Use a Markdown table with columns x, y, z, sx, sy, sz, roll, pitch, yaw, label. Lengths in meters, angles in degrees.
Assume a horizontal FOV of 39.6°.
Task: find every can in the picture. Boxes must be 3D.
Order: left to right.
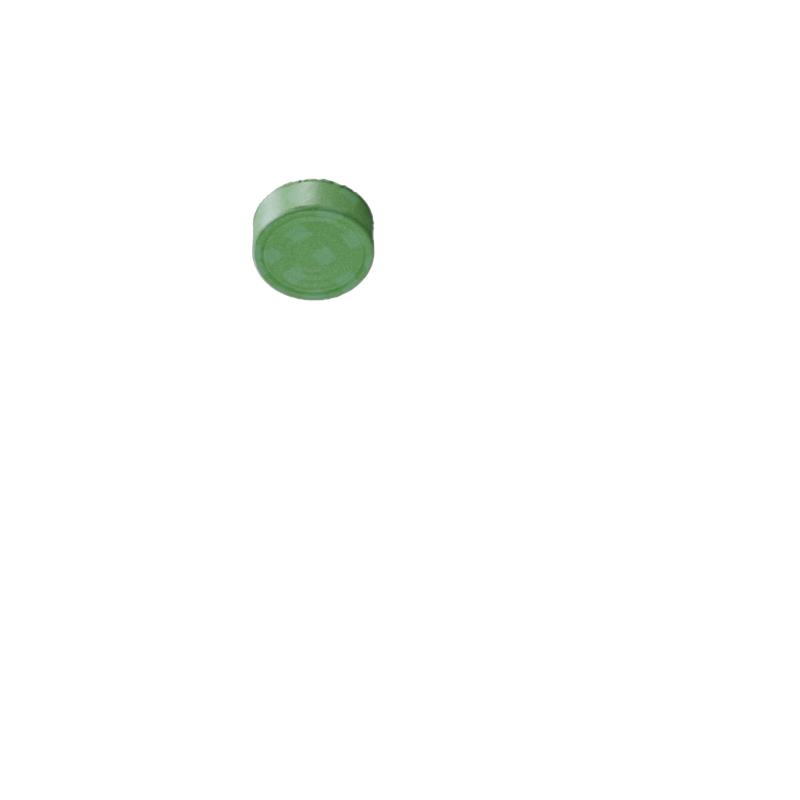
| x | y | z | sx | sy | sz | roll | pitch | yaw | label |
| --- | --- | --- | --- | --- | --- | --- | --- | --- | --- |
| -0.060 | -0.110 | 0.770 | 0.086 | 0.080 | 0.036 | 1 | 44 | -1 | can |
